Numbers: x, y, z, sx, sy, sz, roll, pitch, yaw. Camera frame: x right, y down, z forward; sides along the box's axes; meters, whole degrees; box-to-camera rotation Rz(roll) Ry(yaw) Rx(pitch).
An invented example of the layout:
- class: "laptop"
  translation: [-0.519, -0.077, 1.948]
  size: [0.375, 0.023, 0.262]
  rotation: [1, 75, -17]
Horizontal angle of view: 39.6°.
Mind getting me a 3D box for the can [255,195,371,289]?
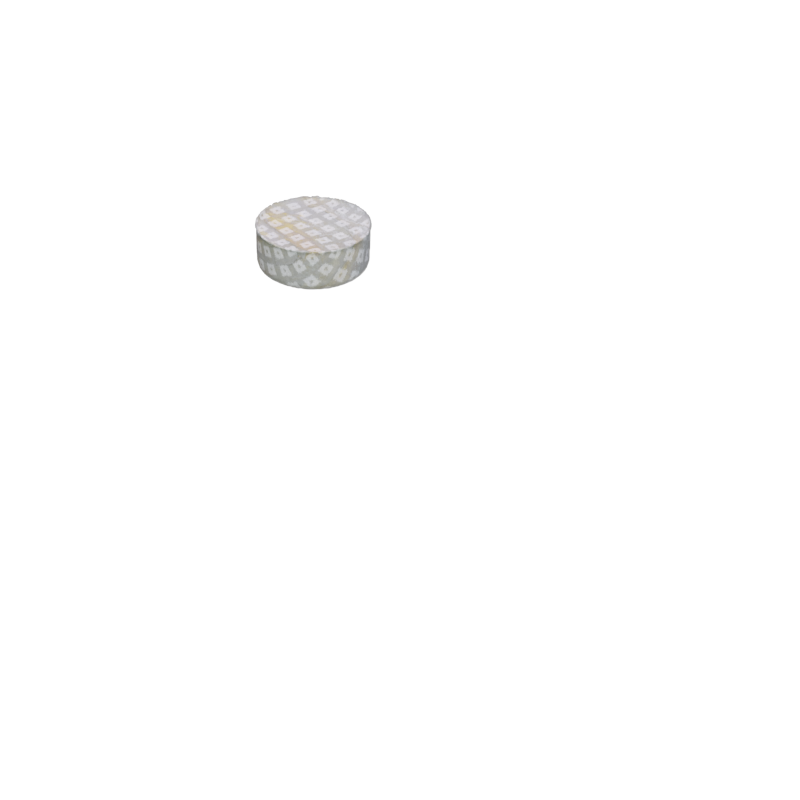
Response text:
- class: "can"
  translation: [-0.065, -0.118, 0.824]
  size: [0.086, 0.031, 0.092]
  rotation: [-1, 35, -2]
